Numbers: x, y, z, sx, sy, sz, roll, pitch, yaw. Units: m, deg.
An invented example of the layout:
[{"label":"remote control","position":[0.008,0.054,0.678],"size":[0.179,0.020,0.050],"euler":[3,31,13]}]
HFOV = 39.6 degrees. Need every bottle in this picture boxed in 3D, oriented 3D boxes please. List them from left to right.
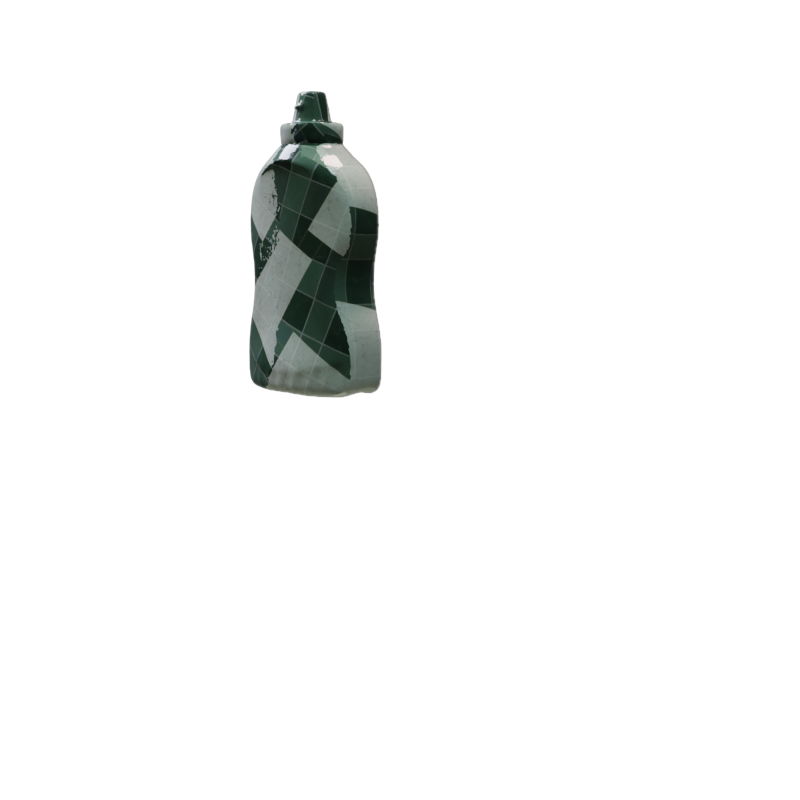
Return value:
[{"label":"bottle","position":[-0.056,-0.102,0.714],"size":[0.056,0.191,0.100],"euler":[-1,2,-44]}]
